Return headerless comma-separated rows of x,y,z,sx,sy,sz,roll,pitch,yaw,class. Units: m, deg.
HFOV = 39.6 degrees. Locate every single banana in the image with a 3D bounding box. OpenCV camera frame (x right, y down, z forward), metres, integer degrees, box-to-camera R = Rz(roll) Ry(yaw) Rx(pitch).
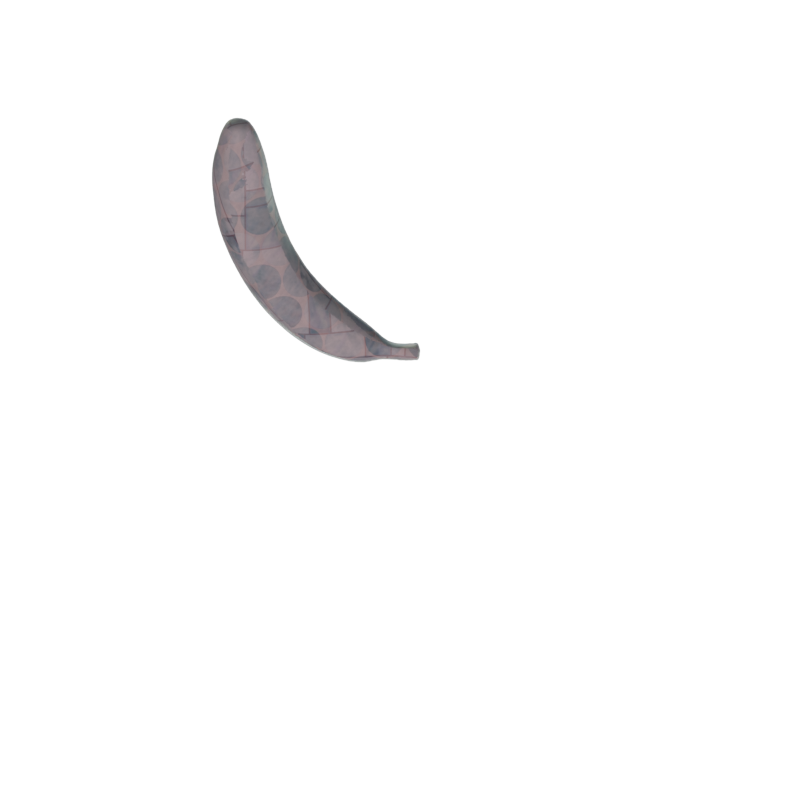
-0.067,-0.086,0.685,0.069,0.186,0.039,-30,28,18,banana
